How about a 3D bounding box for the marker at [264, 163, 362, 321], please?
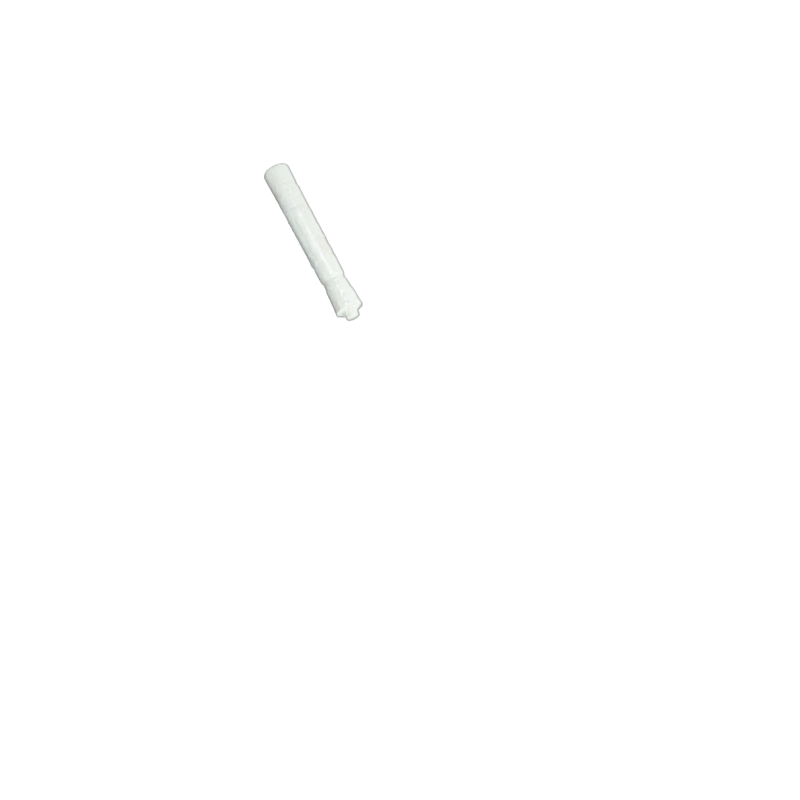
[{"bbox_3d":[-0.057,-0.105,0.733,0.020,0.128,0.019,-23,-24,-12],"label":"marker"}]
